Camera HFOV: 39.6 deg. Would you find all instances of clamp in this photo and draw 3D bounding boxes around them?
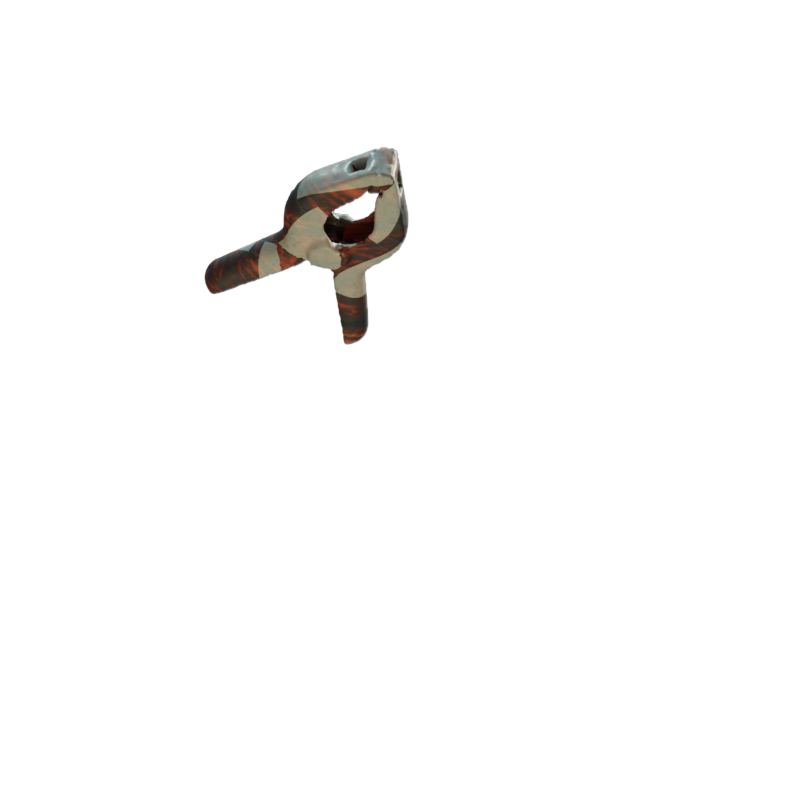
[{"bbox_3d":[-0.057,-0.103,0.723,0.117,0.042,0.163,12,-41,-14],"label":"clamp"}]
